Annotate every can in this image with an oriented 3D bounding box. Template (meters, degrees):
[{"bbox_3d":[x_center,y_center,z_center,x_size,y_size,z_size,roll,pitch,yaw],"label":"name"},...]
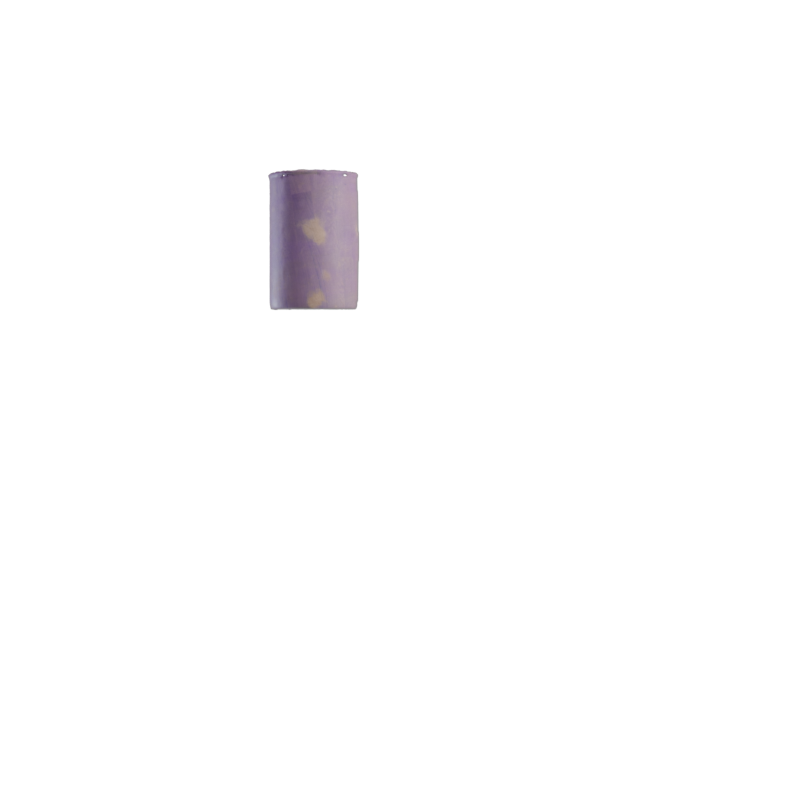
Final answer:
[{"bbox_3d":[-0.065,-0.119,0.834,0.068,0.103,0.068,0,-1,-2],"label":"can"}]
